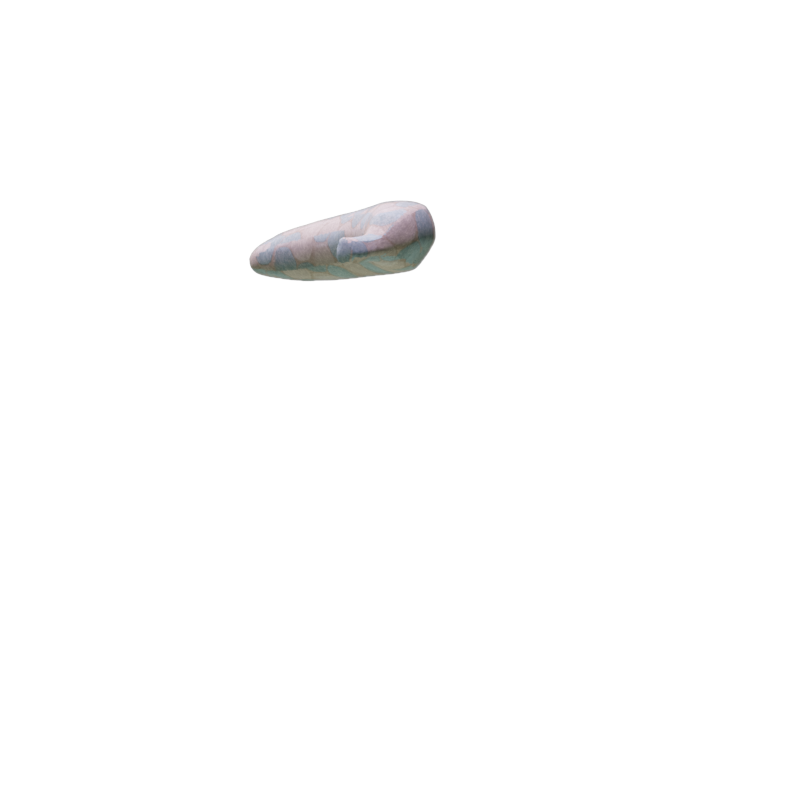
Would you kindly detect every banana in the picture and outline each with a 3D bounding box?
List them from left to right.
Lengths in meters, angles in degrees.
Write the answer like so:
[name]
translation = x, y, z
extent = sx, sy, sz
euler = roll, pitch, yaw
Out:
[banana]
translation = -0.028, -0.085, 0.595
extent = 0.068, 0.037, 0.202
euler = -1, 3, -19
